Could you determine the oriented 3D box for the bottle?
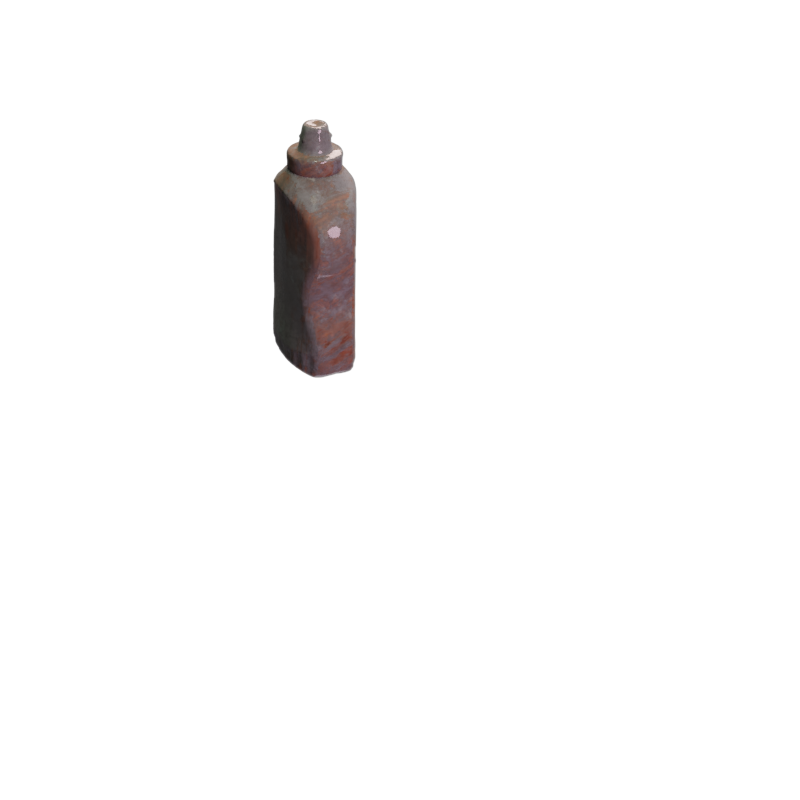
[{"bbox_3d":[-0.065,-0.120,0.837,0.057,0.180,0.104,-9,33,-19],"label":"bottle"}]
